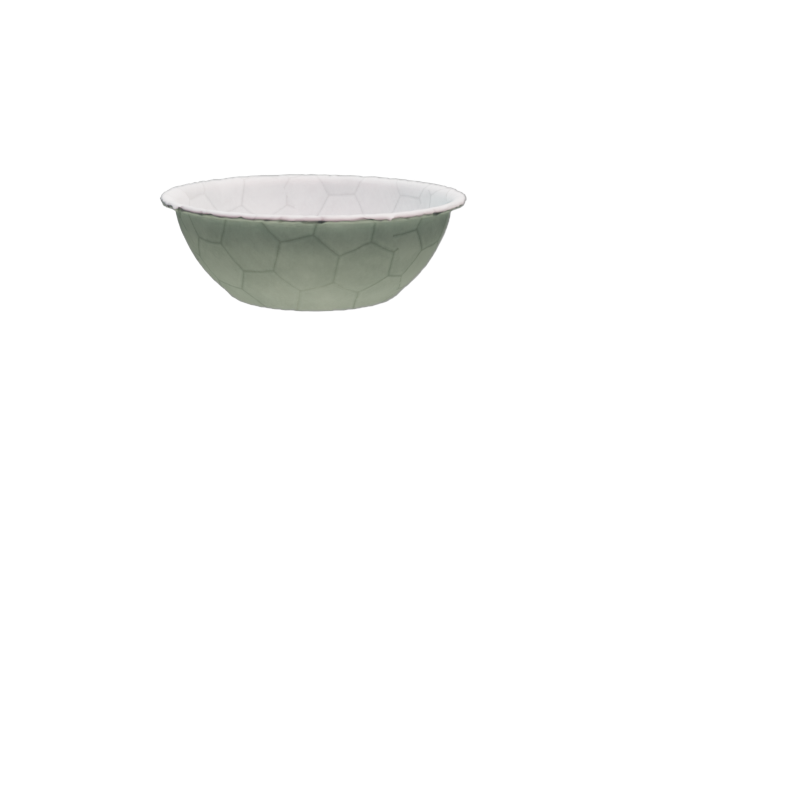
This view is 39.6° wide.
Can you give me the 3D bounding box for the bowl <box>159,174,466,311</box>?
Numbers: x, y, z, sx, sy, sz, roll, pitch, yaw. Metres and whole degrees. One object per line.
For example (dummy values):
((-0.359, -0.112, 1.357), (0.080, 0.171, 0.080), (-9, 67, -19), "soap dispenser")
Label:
((-0.046, -0.085, 0.594), (0.162, 0.053, 0.168), (-1, 18, -2), "bowl")
